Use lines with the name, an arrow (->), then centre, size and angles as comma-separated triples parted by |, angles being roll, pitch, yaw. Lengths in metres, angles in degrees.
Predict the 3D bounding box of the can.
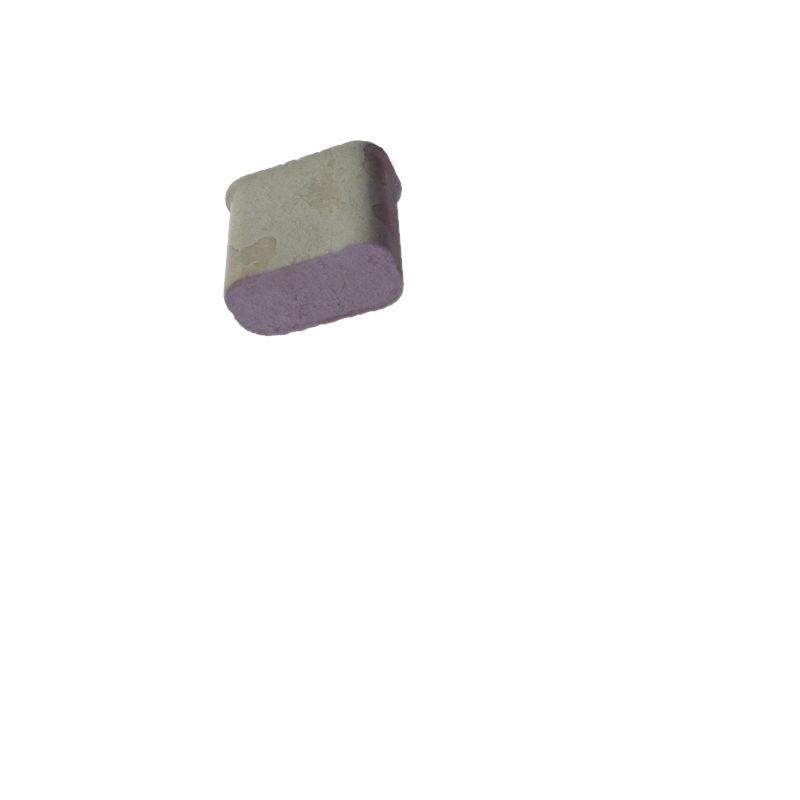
can -> -0.049, -0.089, 0.624 | 0.103, 0.090, 0.053 | -15, -44, 14
